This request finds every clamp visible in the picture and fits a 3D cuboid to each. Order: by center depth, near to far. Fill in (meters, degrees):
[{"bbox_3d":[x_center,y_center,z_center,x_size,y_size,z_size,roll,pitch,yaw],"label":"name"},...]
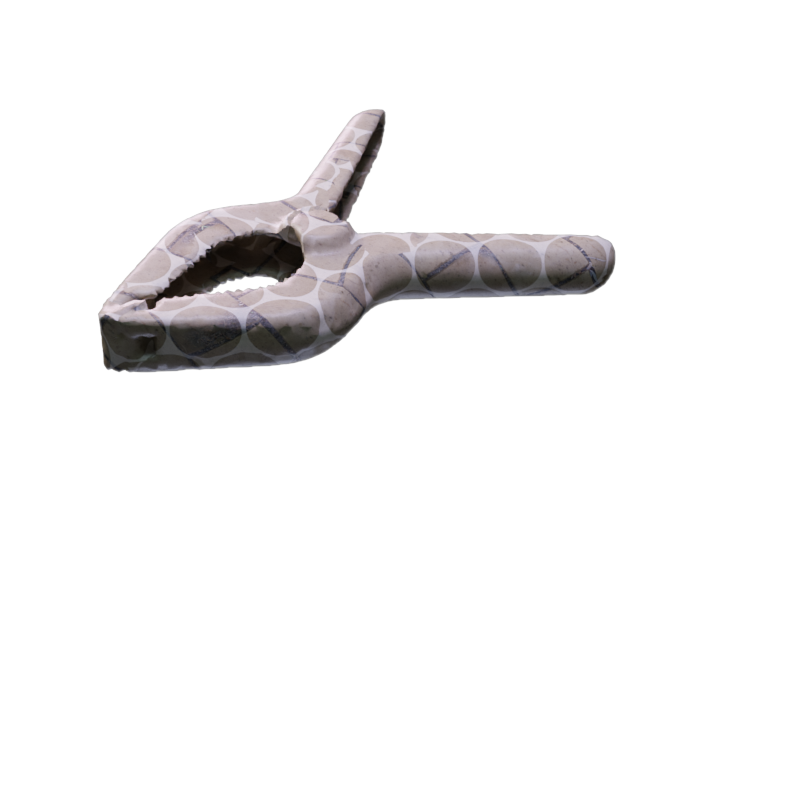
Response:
[{"bbox_3d":[-0.038,-0.069,0.482,0.208,0.034,0.178,-21,43,-25],"label":"clamp"}]
